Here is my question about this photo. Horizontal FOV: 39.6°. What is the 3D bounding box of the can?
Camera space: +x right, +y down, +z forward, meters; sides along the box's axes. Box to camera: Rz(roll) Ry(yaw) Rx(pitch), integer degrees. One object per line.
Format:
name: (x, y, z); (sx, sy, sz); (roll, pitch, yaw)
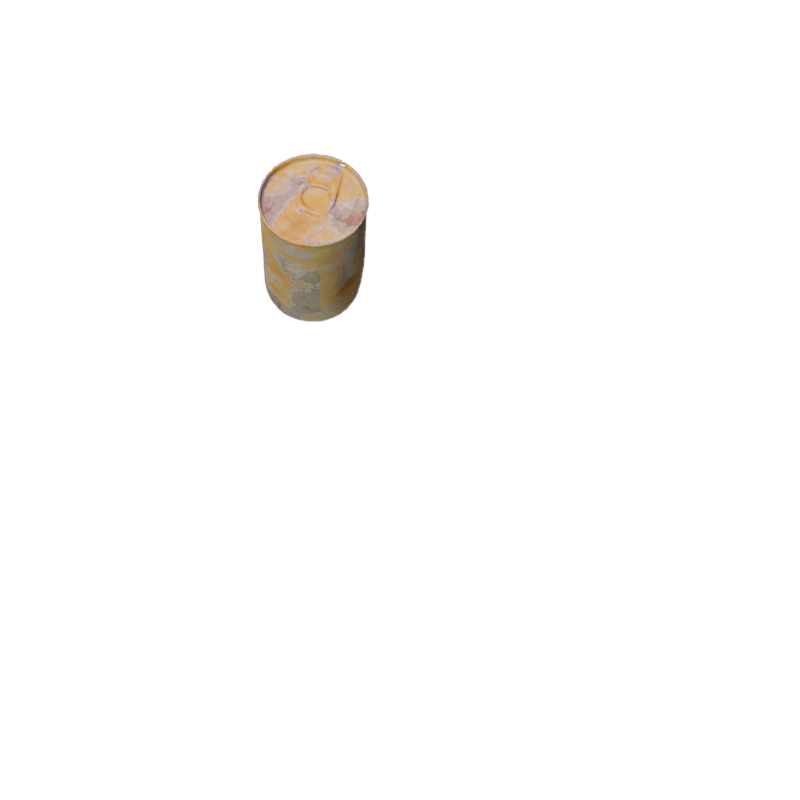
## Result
can: (-0.056, -0.103, 0.718); (0.068, 0.073, 0.096); (0, -27, -3)
